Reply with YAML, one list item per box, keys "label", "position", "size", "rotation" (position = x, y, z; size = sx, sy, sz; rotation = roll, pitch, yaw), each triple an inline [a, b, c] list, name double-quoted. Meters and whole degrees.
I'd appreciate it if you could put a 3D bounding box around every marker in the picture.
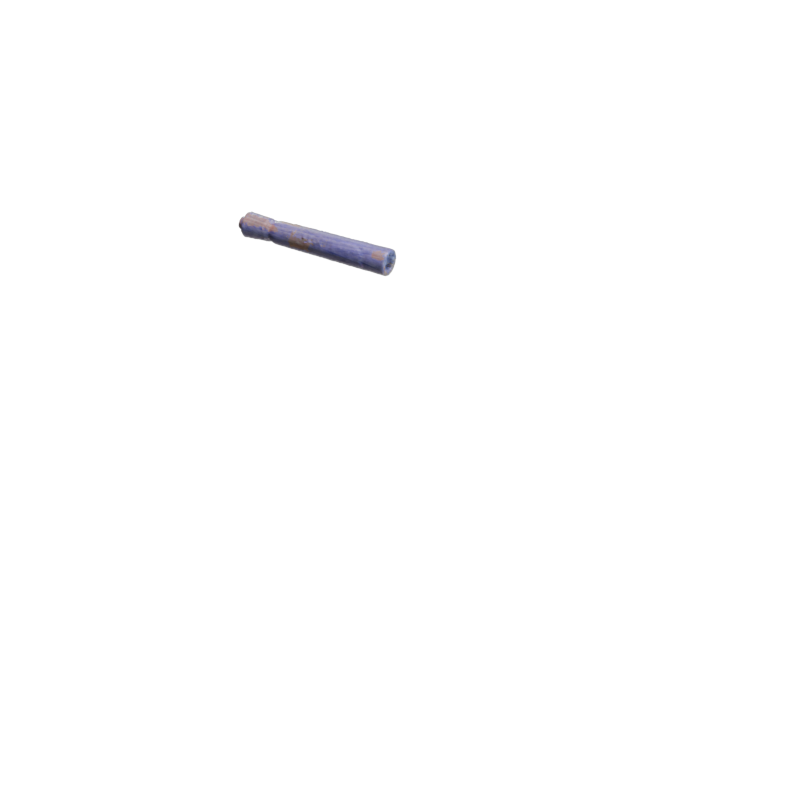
- label: "marker"
  position: [-0.060, -0.110, 0.771]
  size: [0.127, 0.019, 0.019]
  rotation: [19, 12, 27]
